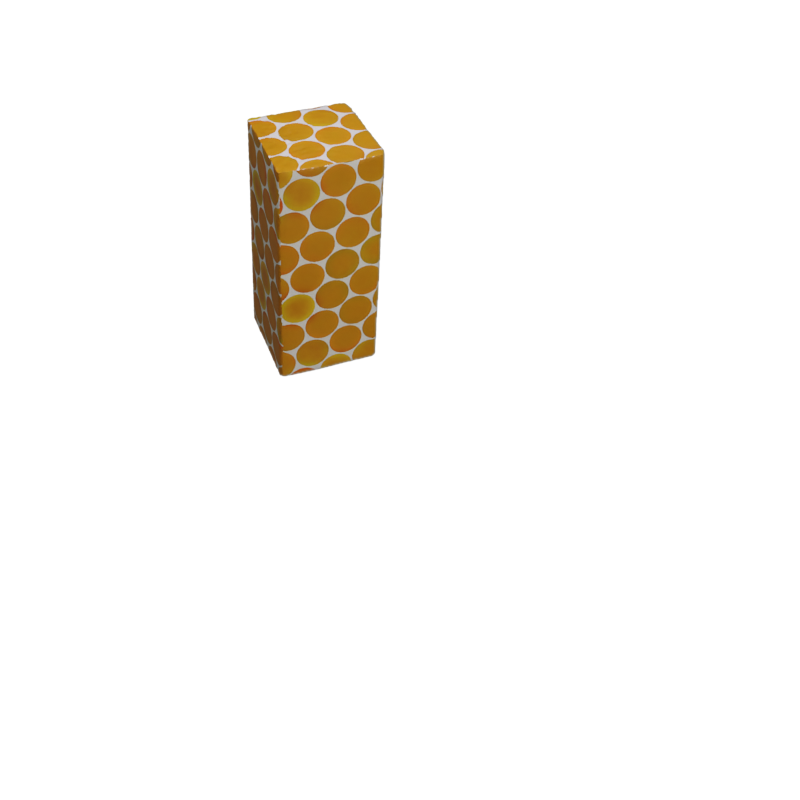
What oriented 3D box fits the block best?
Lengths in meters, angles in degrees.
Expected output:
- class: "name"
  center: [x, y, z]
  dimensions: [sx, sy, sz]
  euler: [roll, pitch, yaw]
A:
- class: "block"
  center: [-0.073, -0.134, 0.935]
  dimensions: [0.089, 0.193, 0.098]
  euler: [-12, 40, -18]
